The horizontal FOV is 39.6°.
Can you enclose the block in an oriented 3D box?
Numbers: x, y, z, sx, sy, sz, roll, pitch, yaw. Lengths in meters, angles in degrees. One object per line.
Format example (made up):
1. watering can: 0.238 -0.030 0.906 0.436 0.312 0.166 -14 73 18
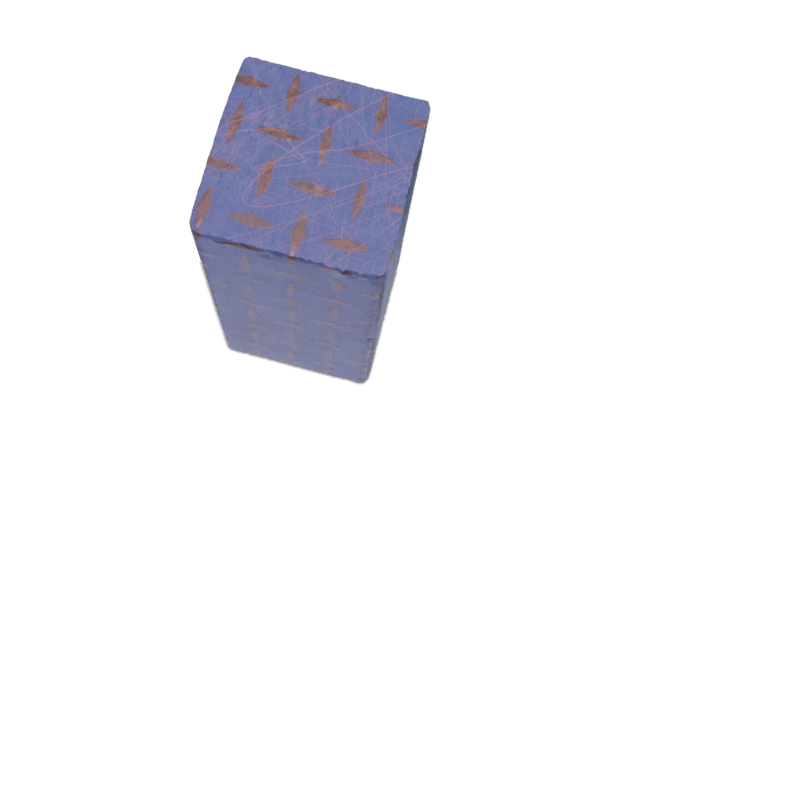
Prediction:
1. block: -0.046 -0.082 0.581 0.091 0.093 0.199 15 -14 0
